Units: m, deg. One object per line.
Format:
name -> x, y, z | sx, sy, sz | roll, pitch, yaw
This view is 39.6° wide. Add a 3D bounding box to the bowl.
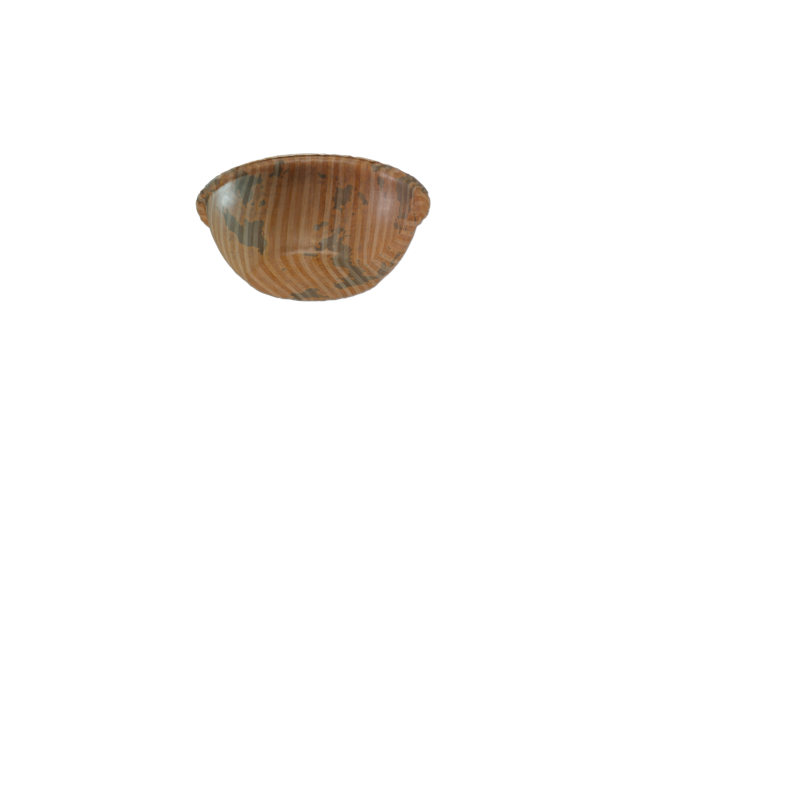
bowl -> -0.059, -0.108, 0.756 | 0.162, 0.058, 0.155 | 0, -17, -2
